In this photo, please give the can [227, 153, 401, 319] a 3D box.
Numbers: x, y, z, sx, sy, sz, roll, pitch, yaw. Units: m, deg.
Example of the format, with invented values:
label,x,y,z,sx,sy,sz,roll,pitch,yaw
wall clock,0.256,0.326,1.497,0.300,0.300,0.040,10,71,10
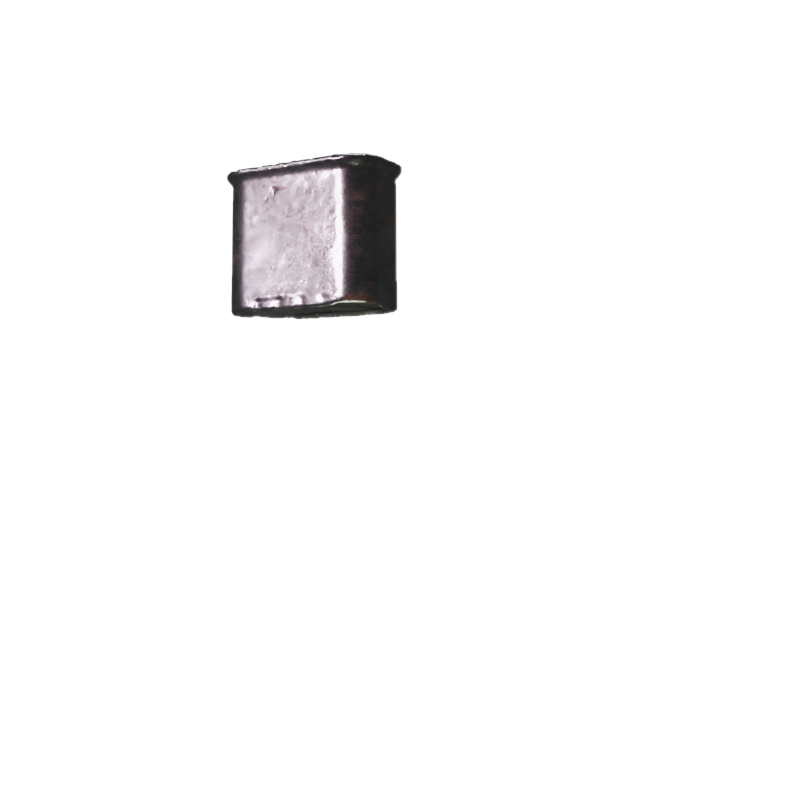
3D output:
label,x,y,z,sx,sy,sz,roll,pitch,yaw
can,-0.050,-0.092,0.641,0.105,0.086,0.055,-3,-8,30
